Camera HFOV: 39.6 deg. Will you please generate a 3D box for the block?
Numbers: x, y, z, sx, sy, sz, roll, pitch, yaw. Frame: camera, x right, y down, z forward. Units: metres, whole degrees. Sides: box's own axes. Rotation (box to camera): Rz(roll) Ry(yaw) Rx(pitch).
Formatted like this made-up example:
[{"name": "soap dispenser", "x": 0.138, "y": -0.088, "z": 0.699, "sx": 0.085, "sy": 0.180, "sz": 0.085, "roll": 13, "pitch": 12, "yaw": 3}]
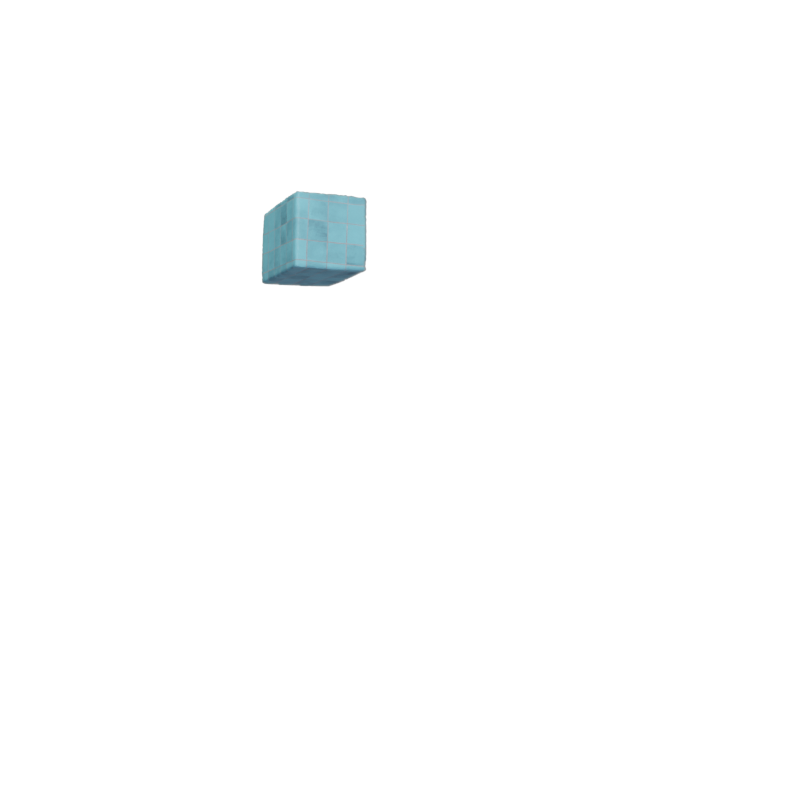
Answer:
[{"name": "block", "x": -0.061, "y": -0.110, "z": 0.774, "sx": 0.051, "sy": 0.052, "sz": 0.079, "roll": 3, "pitch": -7, "yaw": -23}]
